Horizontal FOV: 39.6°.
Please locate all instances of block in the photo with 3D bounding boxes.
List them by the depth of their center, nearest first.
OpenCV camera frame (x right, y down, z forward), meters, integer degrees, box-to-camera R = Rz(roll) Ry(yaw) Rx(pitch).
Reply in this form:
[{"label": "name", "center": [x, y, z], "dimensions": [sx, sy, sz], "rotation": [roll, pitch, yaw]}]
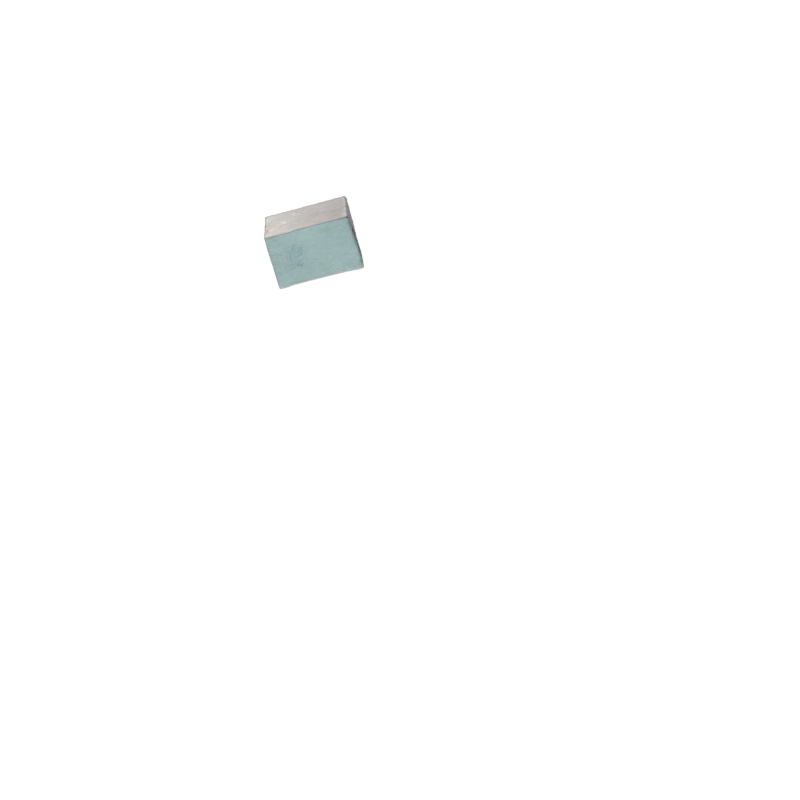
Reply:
[{"label": "block", "center": [-0.077, -0.140, 0.978], "dimensions": [0.078, 0.050, 0.054], "rotation": [-13, 27, 5]}]
